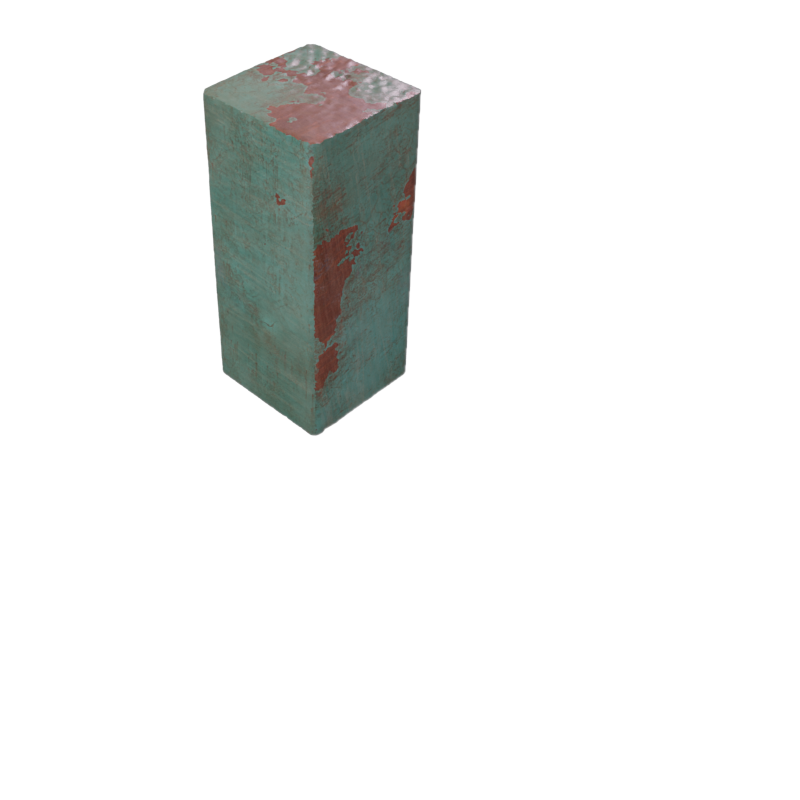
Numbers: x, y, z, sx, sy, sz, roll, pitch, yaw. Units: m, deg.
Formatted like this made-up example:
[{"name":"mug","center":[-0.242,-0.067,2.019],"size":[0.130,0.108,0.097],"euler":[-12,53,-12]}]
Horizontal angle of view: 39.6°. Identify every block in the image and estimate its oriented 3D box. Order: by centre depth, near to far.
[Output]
[{"name":"block","center":[-0.053,-0.095,0.669],"size":[0.097,0.193,0.090],"euler":[32,47,31]}]
